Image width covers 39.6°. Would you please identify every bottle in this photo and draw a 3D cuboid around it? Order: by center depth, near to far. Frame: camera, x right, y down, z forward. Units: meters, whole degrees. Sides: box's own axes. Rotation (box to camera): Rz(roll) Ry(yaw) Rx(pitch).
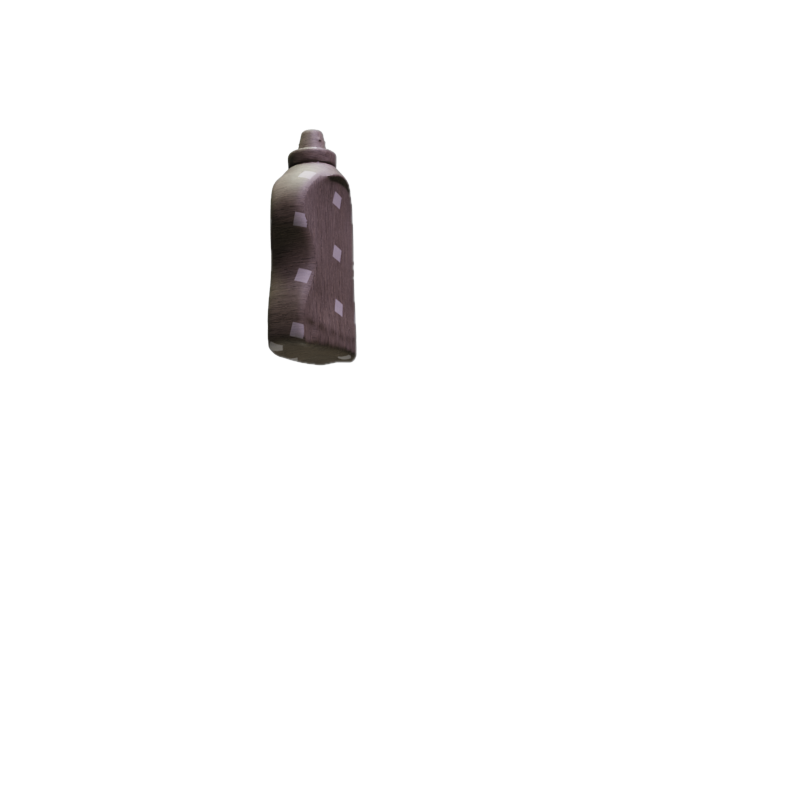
[{"bbox_3d":[-0.071,-0.129,0.907,0.060,0.199,0.090,-9,-16,27],"label":"bottle"}]
